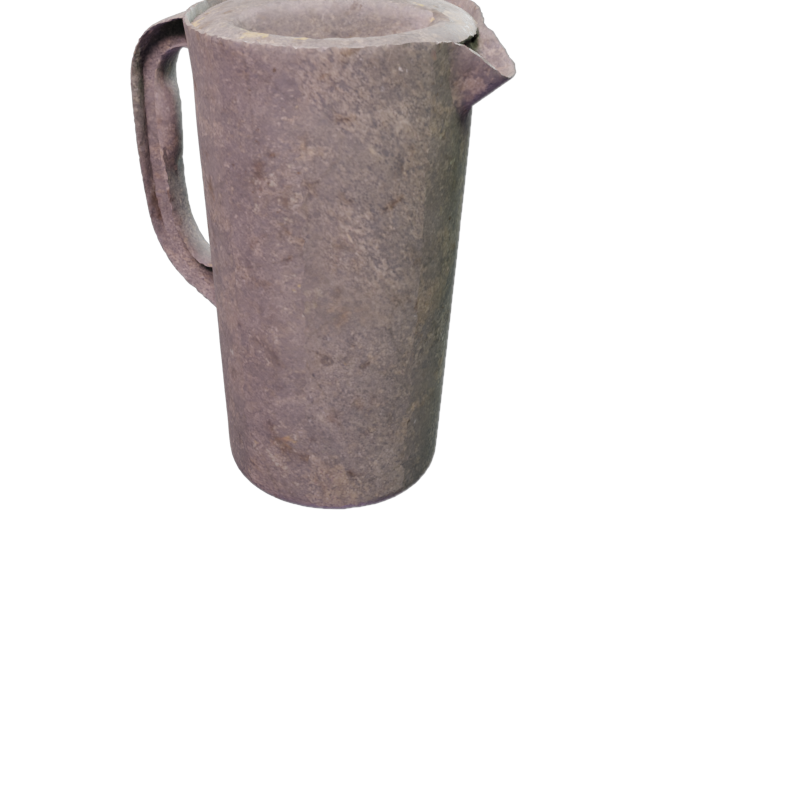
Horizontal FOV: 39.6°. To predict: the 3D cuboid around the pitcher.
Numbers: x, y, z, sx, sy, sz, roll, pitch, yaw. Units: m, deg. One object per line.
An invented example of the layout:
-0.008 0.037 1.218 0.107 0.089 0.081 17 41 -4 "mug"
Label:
-0.042 -0.077 0.540 0.142 0.230 0.160 -9 29 -21 "pitcher"
